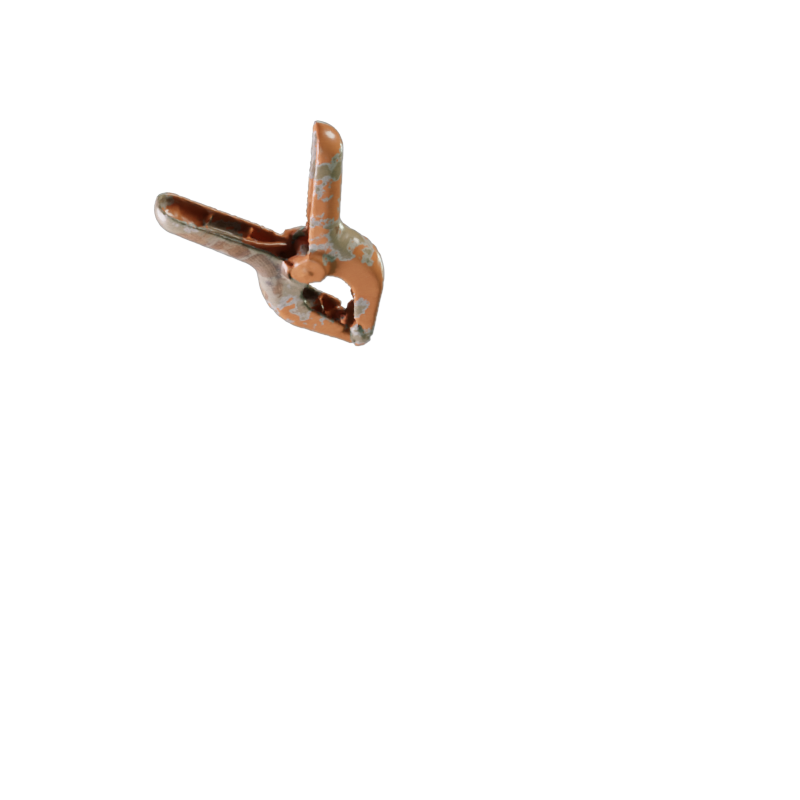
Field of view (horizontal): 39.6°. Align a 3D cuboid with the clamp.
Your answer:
[{"bbox_3d":[-0.053,-0.097,0.679,0.121,0.042,0.159,-23,-43,27],"label":"clamp"}]
